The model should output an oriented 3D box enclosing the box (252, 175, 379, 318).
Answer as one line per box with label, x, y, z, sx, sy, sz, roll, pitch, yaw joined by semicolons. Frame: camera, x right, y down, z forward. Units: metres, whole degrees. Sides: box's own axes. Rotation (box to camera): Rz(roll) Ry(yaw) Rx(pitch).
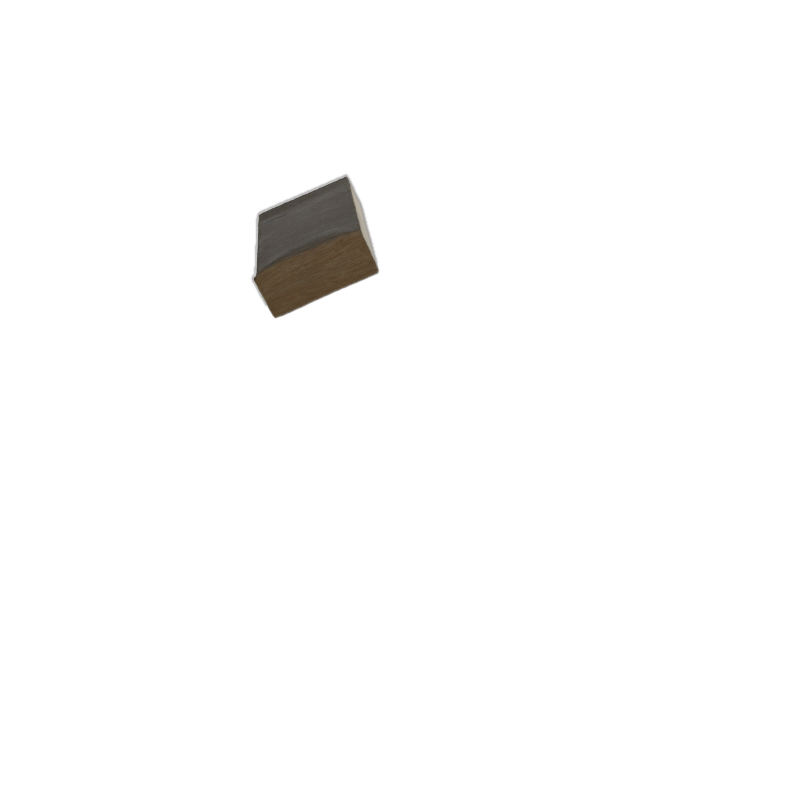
box;-0.073;-0.133;0.933;0.093;0.046;0.184;-23;22;5
